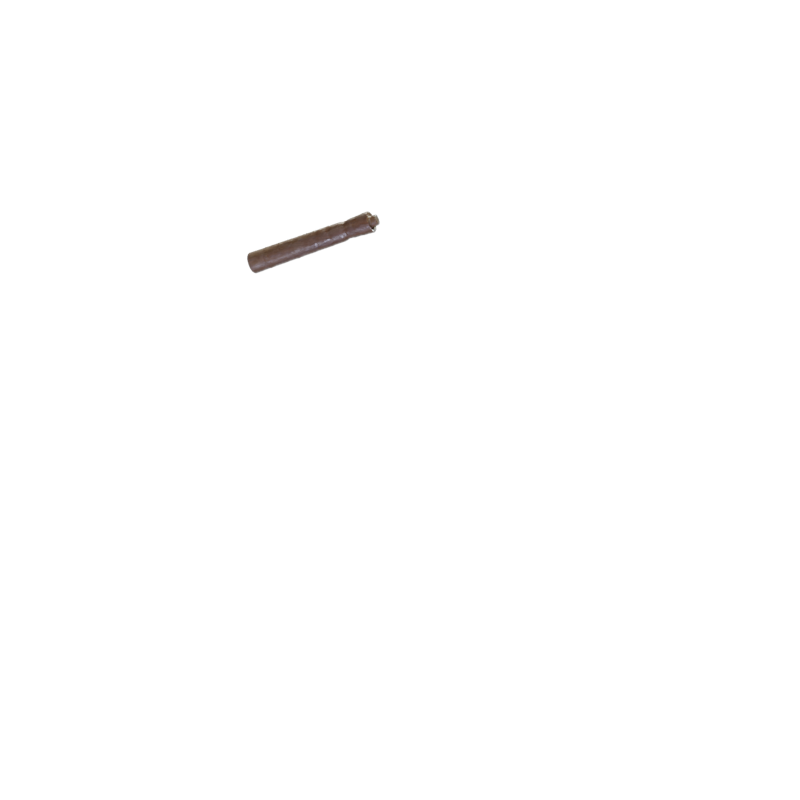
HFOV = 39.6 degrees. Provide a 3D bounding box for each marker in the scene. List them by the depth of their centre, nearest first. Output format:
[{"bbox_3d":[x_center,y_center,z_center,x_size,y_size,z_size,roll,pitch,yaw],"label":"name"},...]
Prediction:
[{"bbox_3d":[-0.074,-0.135,0.945,0.122,0.020,0.019,-16,-2,20],"label":"marker"}]
